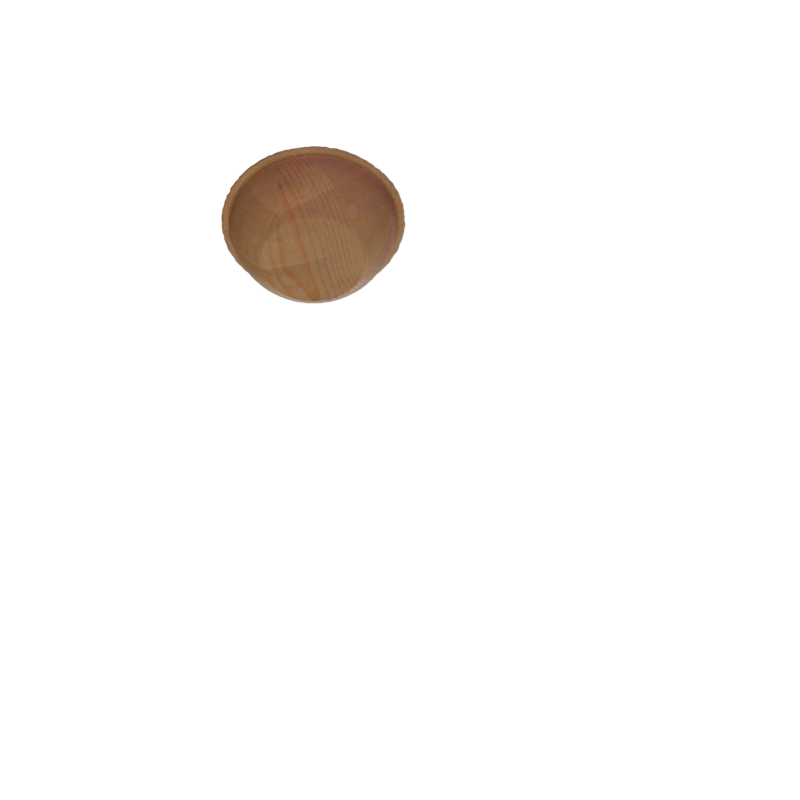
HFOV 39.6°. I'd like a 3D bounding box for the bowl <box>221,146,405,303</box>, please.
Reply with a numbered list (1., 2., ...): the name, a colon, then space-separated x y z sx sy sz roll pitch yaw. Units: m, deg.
1. bowl: -0.075 -0.136 0.953 0.162 0.151 0.059 1 41 -1
